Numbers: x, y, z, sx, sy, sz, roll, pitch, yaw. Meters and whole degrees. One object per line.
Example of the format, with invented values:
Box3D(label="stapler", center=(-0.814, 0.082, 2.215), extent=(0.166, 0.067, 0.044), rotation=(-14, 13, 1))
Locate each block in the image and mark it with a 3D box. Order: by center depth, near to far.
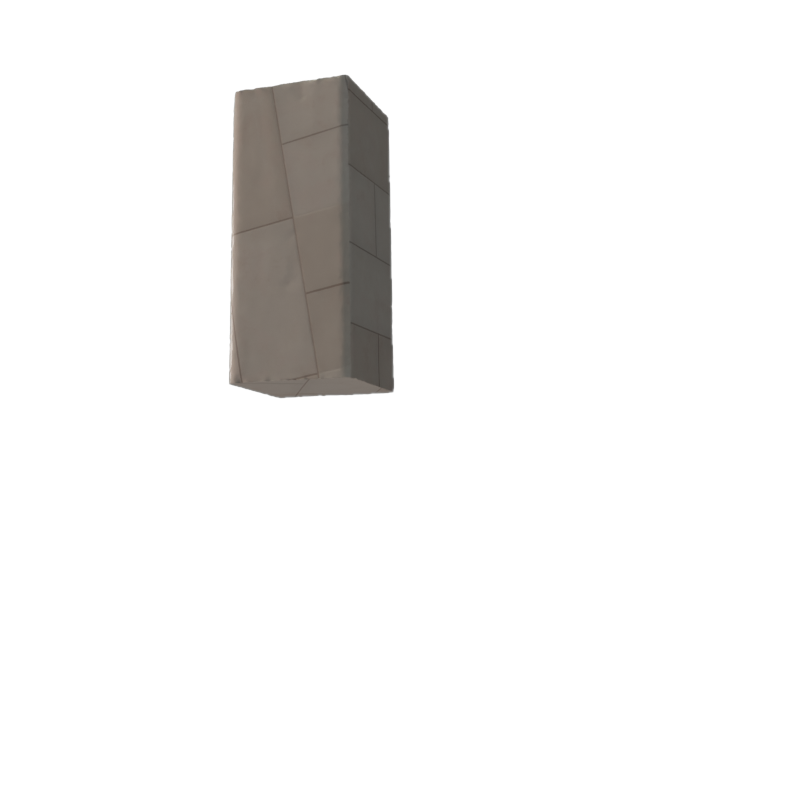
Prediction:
Box3D(label="block", center=(-0.061, -0.111, 0.779), extent=(0.092, 0.213, 0.086), rotation=(-5, -14, 19))
